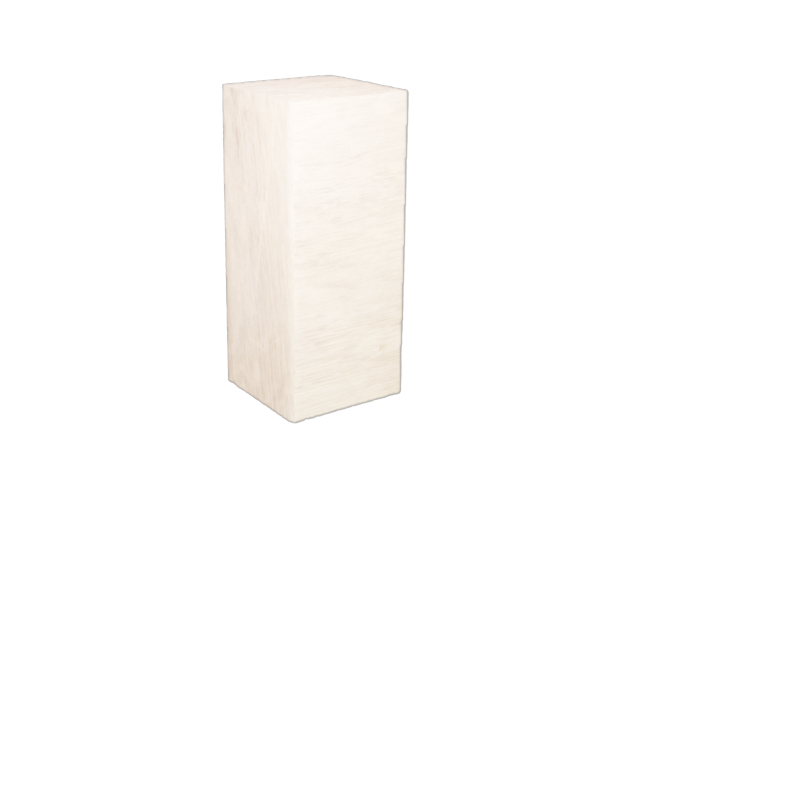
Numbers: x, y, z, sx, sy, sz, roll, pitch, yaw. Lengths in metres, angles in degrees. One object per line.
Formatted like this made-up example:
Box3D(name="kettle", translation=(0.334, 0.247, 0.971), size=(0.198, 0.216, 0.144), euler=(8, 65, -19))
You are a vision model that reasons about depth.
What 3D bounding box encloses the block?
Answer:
Box3D(name="block", translation=(-0.058, -0.105, 0.734), size=(0.089, 0.198, 0.096), euler=(-12, 22, -35))
